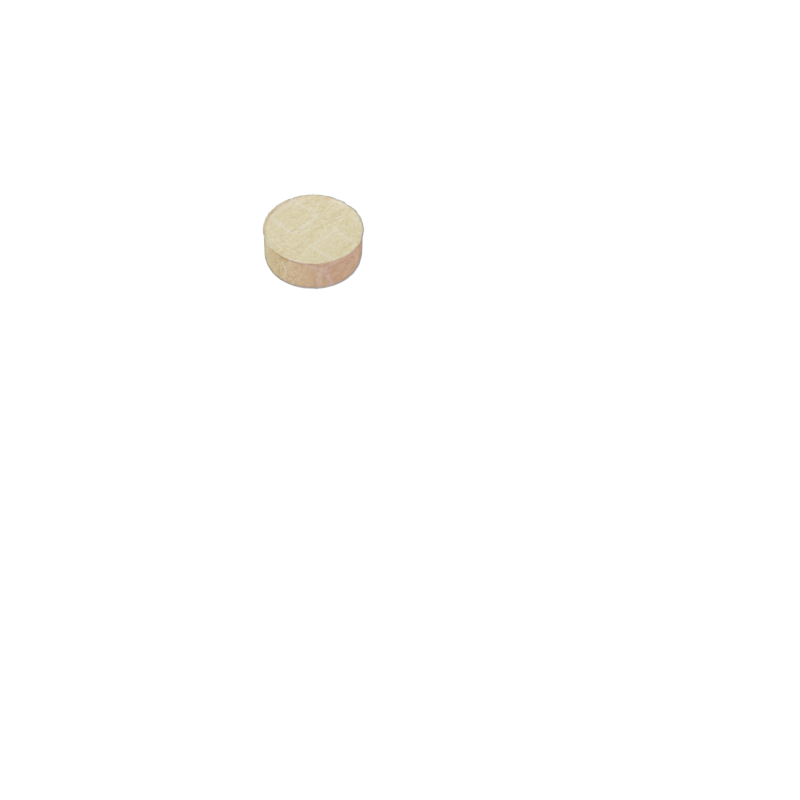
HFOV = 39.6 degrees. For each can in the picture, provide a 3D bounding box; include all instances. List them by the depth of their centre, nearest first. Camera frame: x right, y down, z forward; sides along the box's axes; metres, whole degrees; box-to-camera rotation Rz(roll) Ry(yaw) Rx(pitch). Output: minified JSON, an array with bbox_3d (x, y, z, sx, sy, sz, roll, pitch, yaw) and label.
[{"bbox_3d":[-0.074,-0.136,0.950,0.086,0.092,0.031,-1,-43,-1],"label":"can"}]
